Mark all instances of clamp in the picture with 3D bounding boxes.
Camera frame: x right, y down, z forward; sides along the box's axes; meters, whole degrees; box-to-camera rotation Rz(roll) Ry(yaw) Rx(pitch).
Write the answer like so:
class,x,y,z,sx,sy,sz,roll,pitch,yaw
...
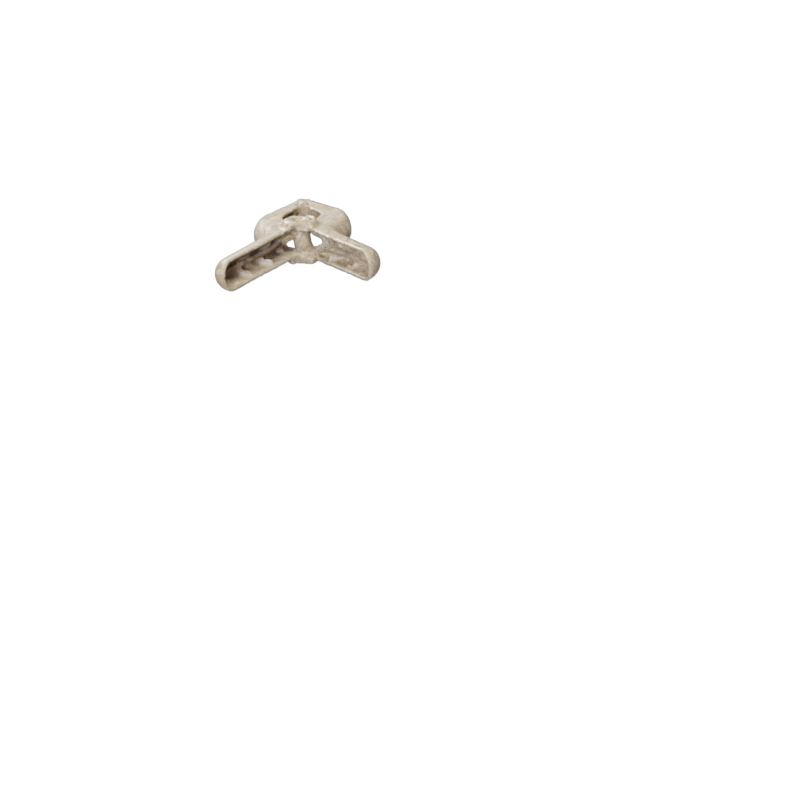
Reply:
class,x,y,z,sx,sy,sz,roll,pitch,yaw
clamp,-0.068,-0.125,0.872,0.121,0.037,0.178,4,27,7
